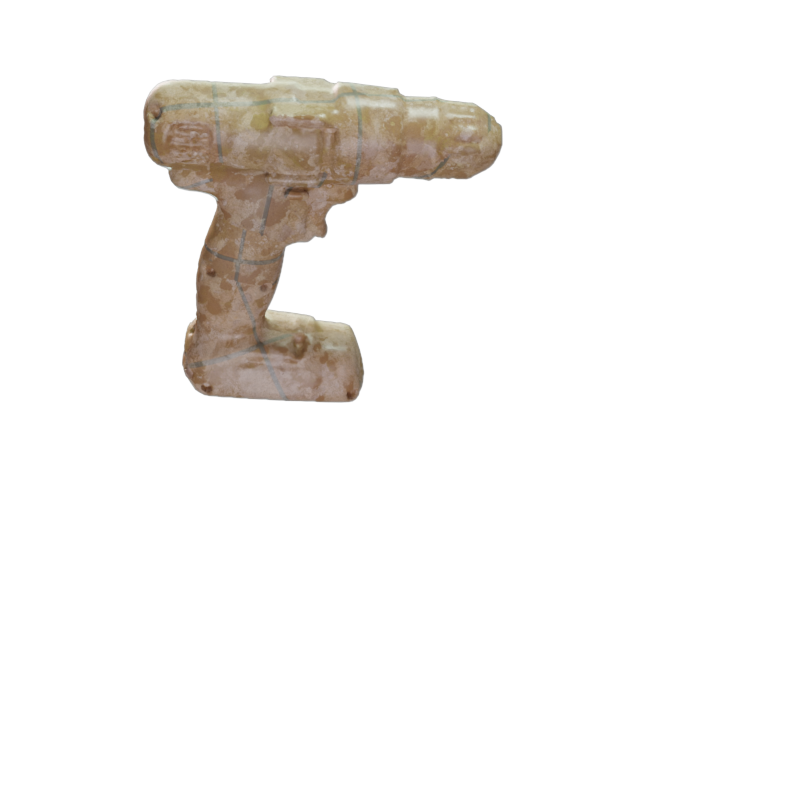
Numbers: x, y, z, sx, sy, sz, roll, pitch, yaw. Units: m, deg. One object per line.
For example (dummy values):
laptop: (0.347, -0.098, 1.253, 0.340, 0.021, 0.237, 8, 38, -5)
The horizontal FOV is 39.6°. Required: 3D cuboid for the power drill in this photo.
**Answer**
power drill: (-0.047, -0.087, 0.606, 0.183, 0.177, 0.061, 5, 34, -4)
